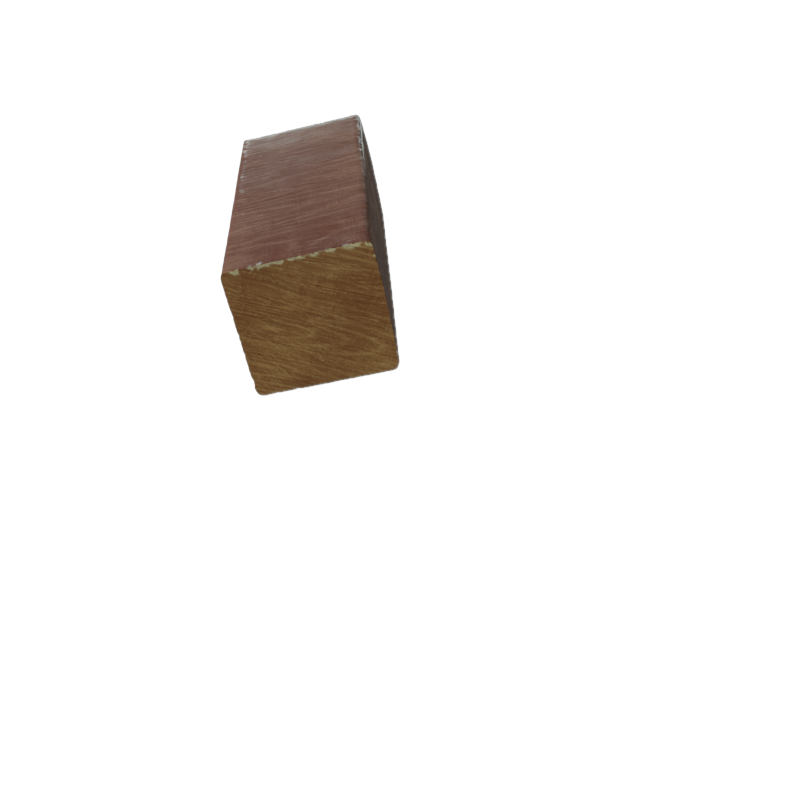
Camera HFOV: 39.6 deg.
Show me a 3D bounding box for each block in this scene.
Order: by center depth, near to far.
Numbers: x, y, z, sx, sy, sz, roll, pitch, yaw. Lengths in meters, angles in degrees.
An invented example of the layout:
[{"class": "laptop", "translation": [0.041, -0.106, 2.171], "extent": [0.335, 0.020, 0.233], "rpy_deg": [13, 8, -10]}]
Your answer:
[{"class": "block", "translation": [-0.057, -0.104, 0.734], "extent": [0.091, 0.084, 0.219], "rpy_deg": [-12, 32, 4]}]
